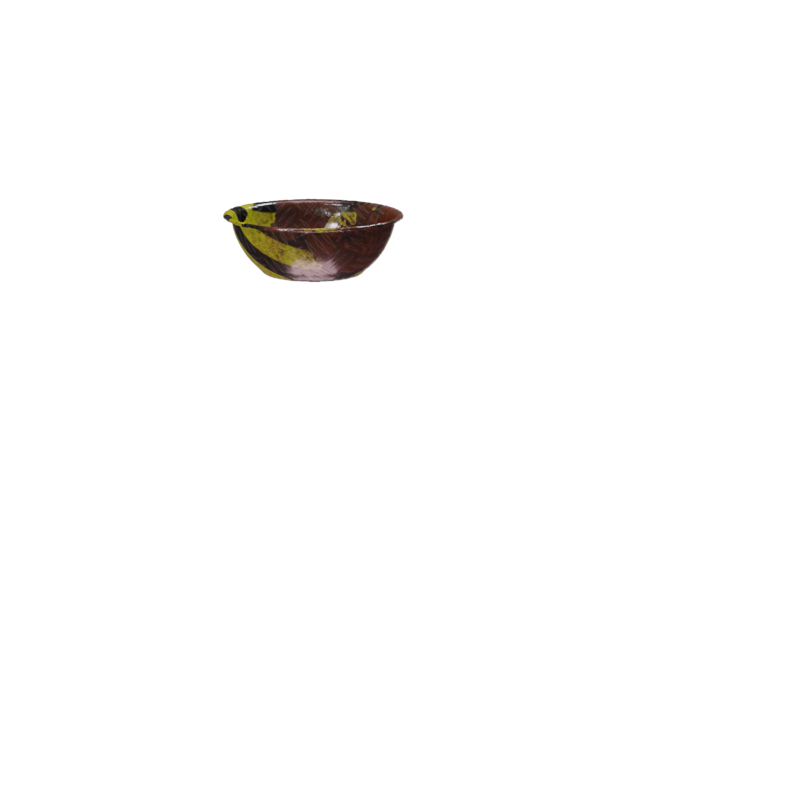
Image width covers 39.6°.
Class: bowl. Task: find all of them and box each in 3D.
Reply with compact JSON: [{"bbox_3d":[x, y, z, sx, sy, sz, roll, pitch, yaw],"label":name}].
[{"bbox_3d":[-0.078,-0.143,0.999,0.162,0.053,0.168,-1,18,-2],"label":"bowl"}]
